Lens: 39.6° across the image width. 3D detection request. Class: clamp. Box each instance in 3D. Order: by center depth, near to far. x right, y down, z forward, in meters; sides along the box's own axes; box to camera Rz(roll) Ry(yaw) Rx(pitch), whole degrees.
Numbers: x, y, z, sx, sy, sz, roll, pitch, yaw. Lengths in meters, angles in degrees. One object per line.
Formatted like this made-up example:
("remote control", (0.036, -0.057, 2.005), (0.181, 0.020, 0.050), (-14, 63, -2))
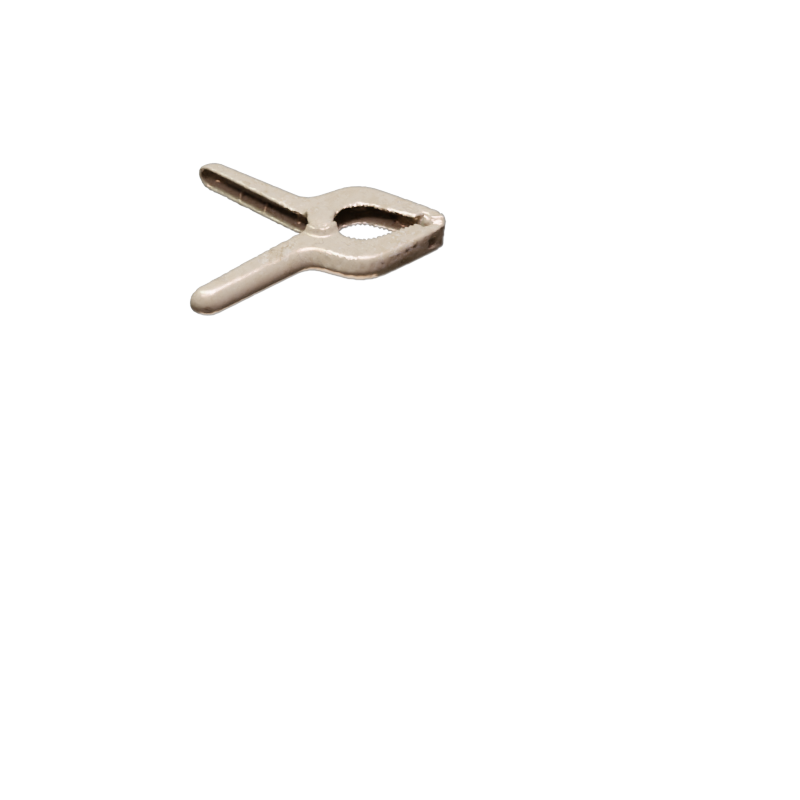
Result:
("clamp", (-0.070, -0.127, 0.891), (0.211, 0.176, 0.034), (3, -41, 3))
